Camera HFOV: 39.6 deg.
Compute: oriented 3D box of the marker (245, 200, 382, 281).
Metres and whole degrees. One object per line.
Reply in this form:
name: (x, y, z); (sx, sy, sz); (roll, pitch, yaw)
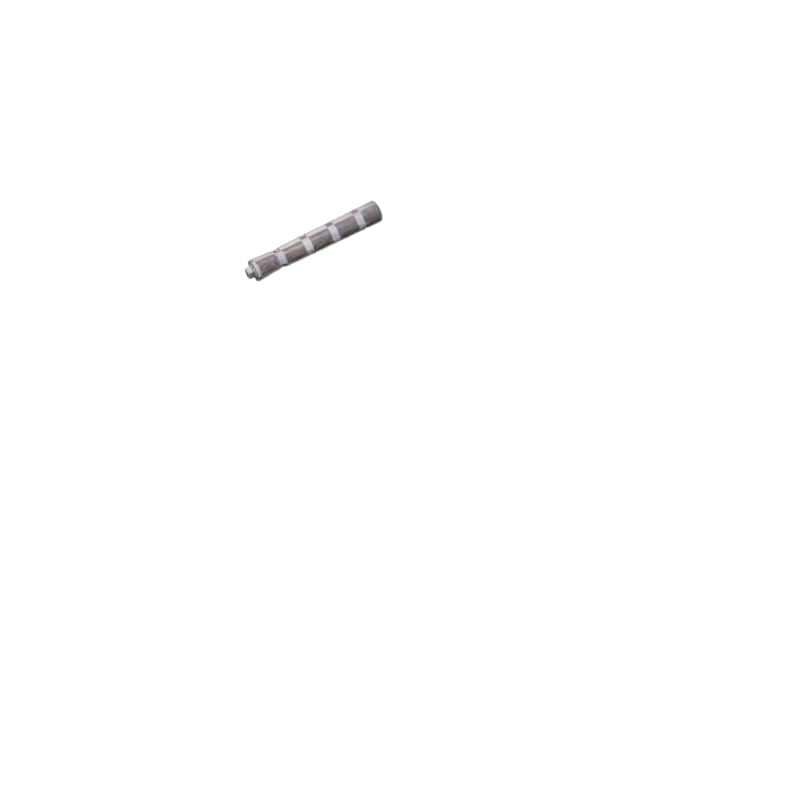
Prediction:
marker: (-0.070, -0.127, 0.888); (0.121, 0.019, 0.020); (-29, 13, -17)
